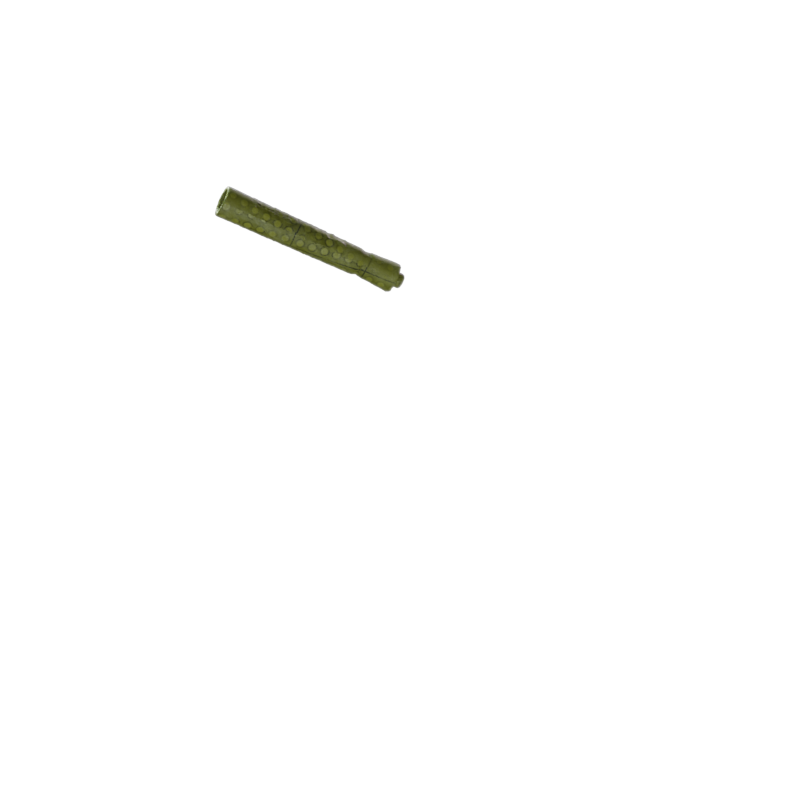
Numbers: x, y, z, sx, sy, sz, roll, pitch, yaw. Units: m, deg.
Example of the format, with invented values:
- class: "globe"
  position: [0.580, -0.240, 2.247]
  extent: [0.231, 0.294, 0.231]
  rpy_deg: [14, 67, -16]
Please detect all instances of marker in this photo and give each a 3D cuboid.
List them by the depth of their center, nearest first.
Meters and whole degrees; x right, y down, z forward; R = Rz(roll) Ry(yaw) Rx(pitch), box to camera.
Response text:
- class: "marker"
  position: [-0.052, -0.094, 0.658]
  extent: [0.117, 0.020, 0.020]
  rpy_deg: [23, -3, -15]
